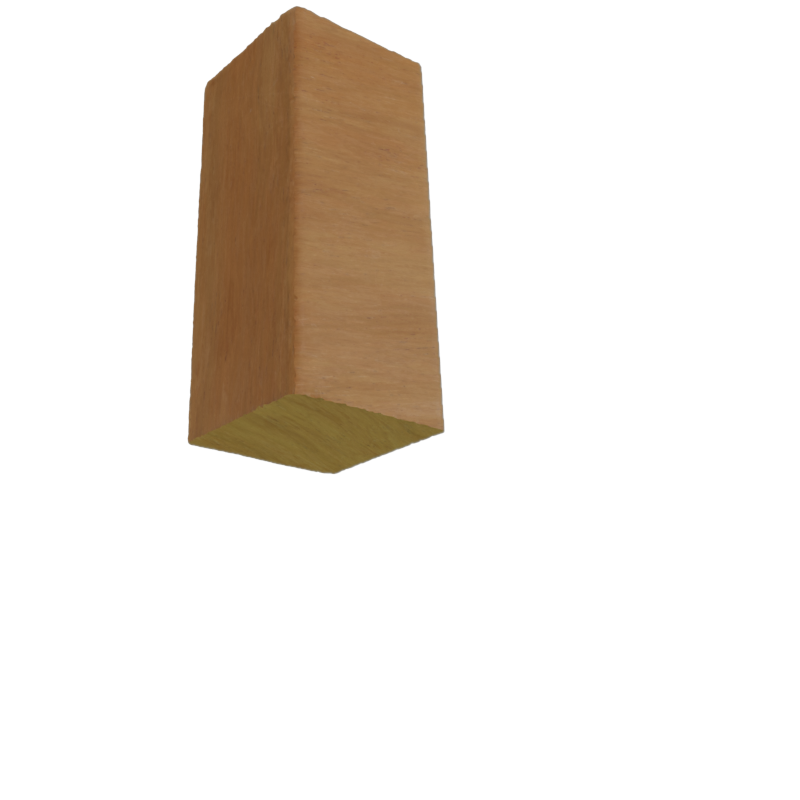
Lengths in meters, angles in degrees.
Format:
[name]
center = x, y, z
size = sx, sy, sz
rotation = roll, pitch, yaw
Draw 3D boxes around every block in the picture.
[block]
center = -0.045, -0.080, 0.561
size = 0.085, 0.218, 0.090
rotation = 17, -32, -35
